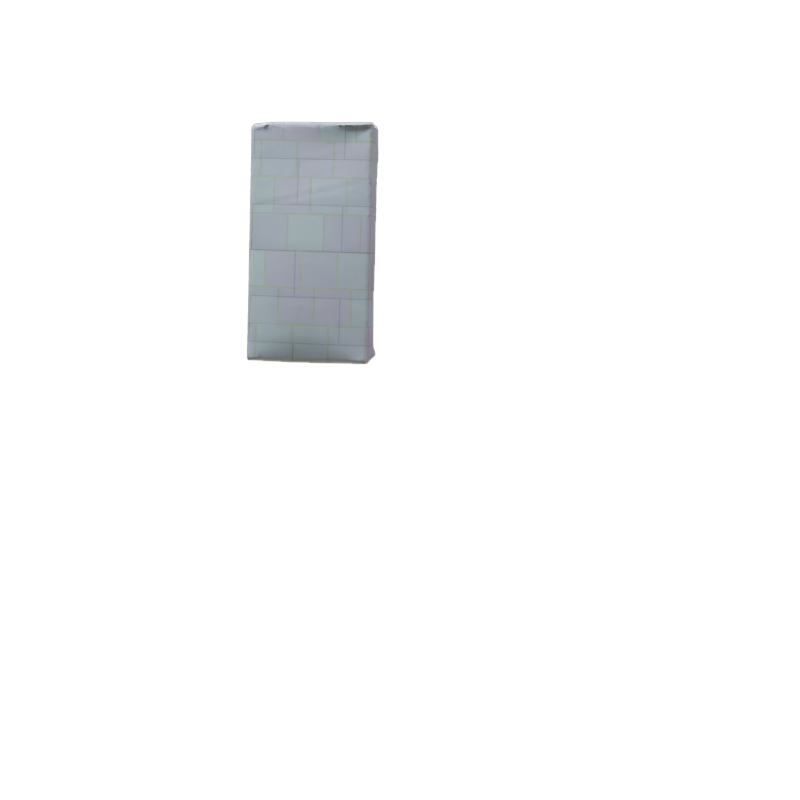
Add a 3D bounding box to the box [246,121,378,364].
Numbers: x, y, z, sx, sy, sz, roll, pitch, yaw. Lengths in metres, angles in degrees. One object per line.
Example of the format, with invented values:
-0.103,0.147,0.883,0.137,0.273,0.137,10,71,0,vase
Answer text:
-0.065,-0.117,0.823,0.094,0.175,0.048,1,3,8,box
